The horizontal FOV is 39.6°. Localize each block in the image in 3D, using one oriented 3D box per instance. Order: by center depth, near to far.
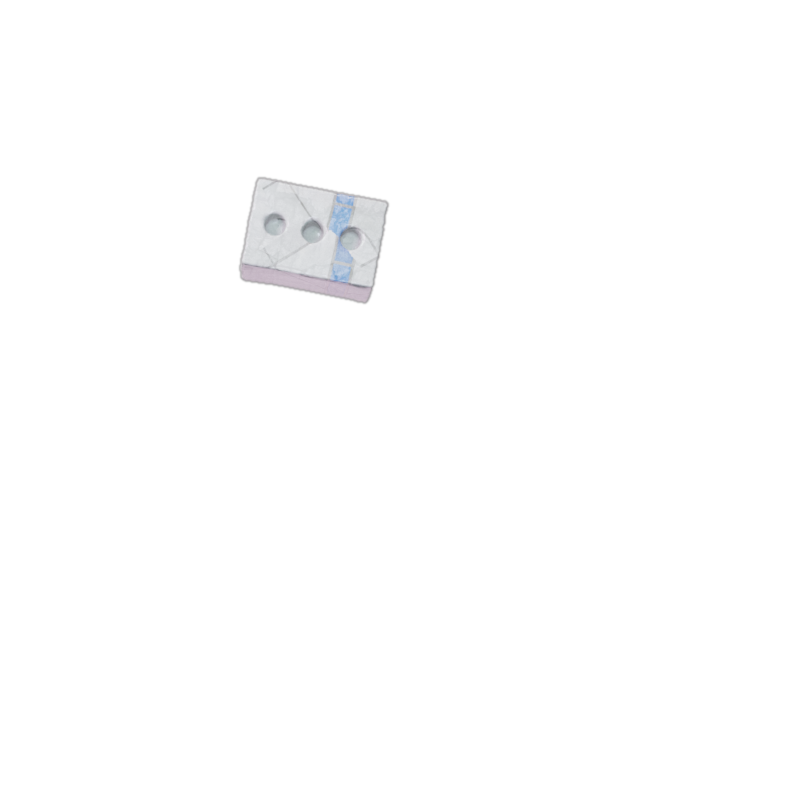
[{"bbox_3d":[-0.051,-0.092,0.647,0.078,0.054,0.050,10,-10,1],"label":"block"}]
